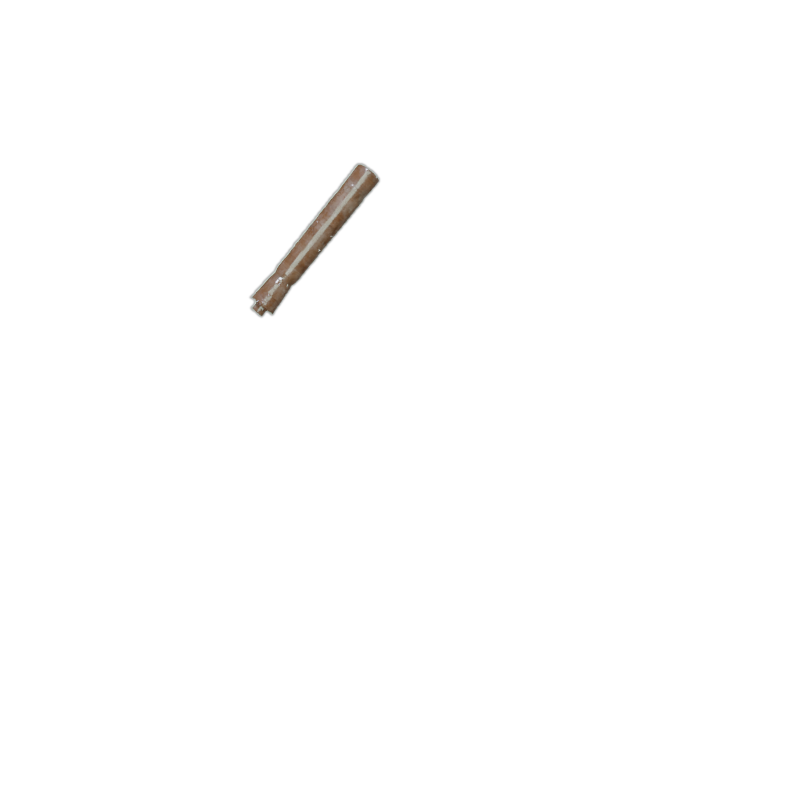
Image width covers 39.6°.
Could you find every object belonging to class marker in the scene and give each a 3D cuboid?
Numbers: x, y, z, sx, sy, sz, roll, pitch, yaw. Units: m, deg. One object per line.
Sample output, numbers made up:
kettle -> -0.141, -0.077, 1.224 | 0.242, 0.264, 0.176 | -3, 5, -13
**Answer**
marker -> -0.058, -0.105, 0.737 | 0.020, 0.122, 0.019 | 38, -7, 1
